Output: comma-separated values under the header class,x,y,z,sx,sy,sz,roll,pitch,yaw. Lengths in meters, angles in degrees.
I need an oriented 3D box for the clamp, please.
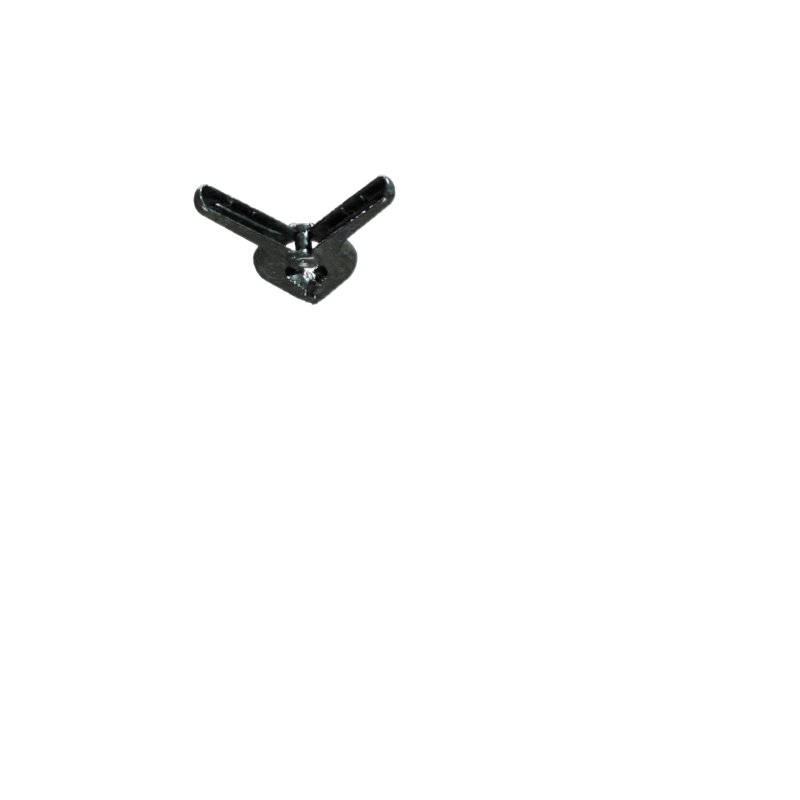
class,x,y,z,sx,sy,sz,roll,pitch,yaw
clamp,-0.077,-0.140,0.979,0.166,0.038,0.197,-3,-21,8
